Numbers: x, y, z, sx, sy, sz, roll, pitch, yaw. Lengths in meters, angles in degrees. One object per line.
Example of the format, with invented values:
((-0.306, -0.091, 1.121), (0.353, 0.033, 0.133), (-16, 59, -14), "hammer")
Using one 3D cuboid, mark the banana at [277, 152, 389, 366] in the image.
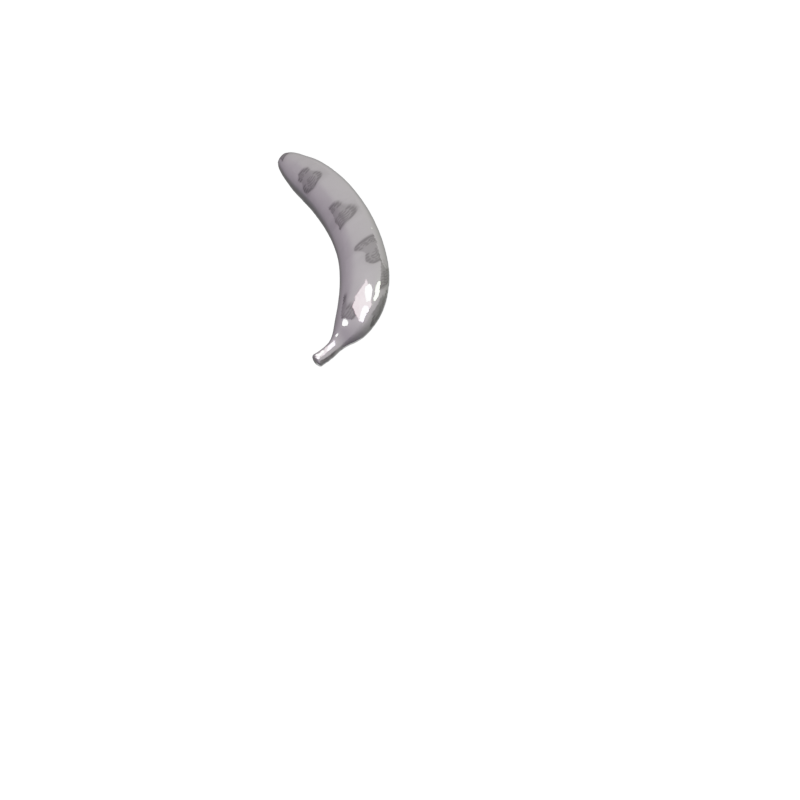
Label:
((-0.048, -0.121, 0.856), (0.069, 0.213, 0.034), (-8, -33, -6), "banana")
